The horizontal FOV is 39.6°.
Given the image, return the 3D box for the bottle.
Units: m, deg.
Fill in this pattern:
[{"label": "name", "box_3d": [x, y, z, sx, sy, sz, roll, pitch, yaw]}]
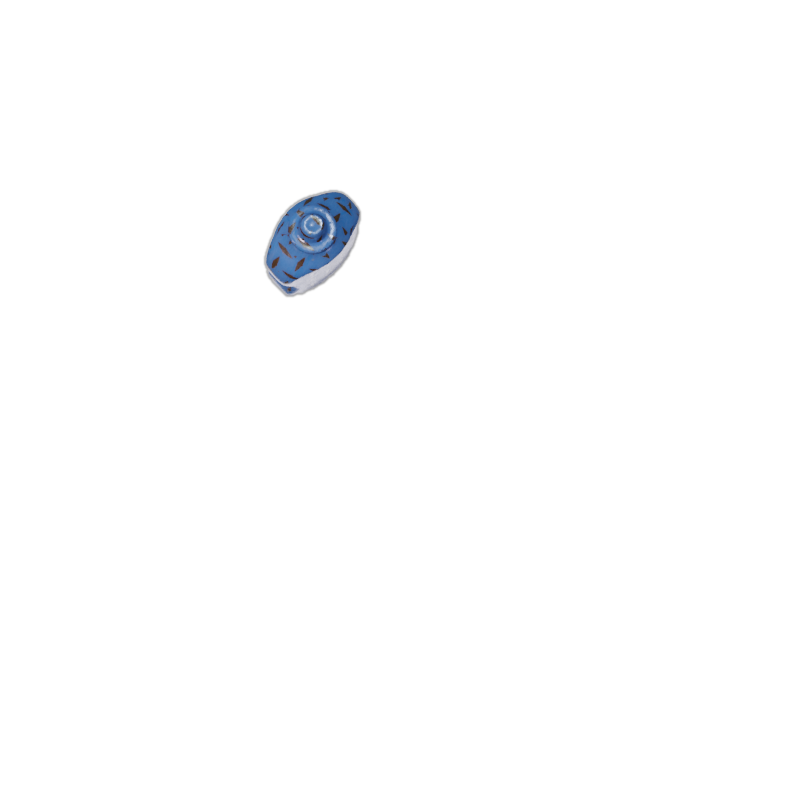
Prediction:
[{"label": "bottle", "box_3d": [-0.078, -0.142, 0.994, 0.096, 0.059, 0.190, -42, 3, -3]}]
